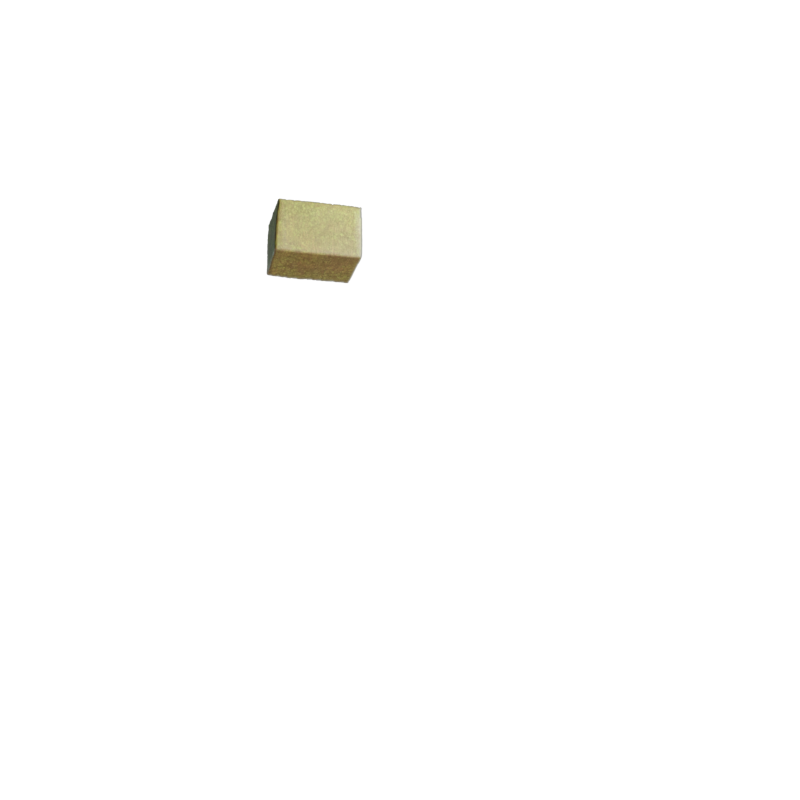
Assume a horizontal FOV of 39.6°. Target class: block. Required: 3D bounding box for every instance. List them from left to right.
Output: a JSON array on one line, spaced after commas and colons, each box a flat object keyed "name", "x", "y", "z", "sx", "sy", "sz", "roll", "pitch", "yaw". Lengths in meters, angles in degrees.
[{"name": "block", "x": -0.077, "y": -0.140, "z": 0.981, "sx": 0.077, "sy": 0.054, "sz": 0.051, "roll": 5, "pitch": -26, "yaw": -12}]
